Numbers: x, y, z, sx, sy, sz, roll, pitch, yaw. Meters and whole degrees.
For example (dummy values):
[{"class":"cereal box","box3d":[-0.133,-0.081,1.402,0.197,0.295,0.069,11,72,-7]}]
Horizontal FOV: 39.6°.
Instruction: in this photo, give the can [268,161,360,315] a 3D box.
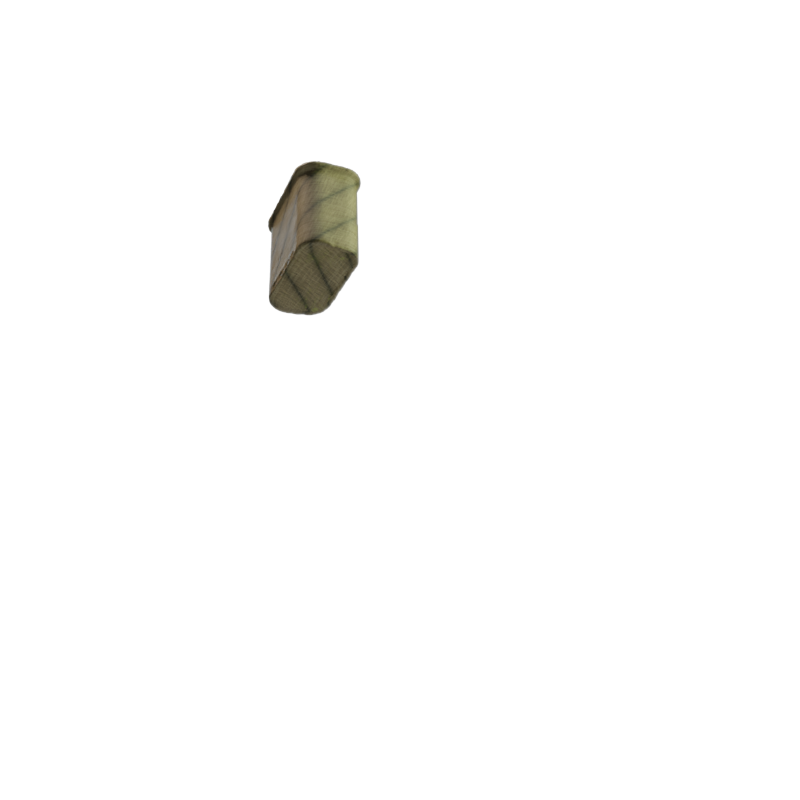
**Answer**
[{"class":"can","box3d":[-0.071,-0.129,0.906,0.056,0.090,0.098,13,-37,-20]}]
